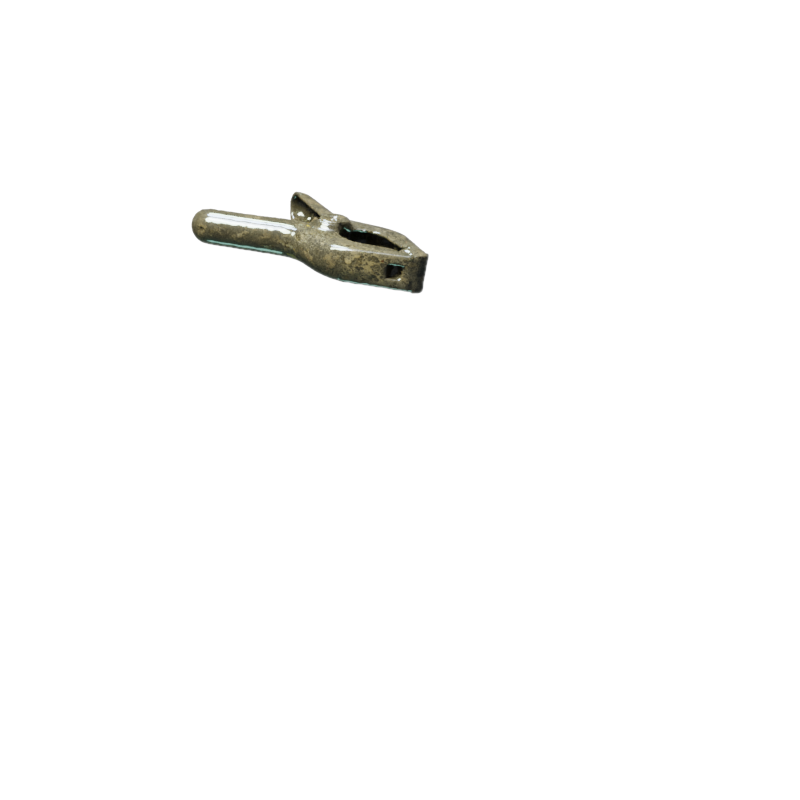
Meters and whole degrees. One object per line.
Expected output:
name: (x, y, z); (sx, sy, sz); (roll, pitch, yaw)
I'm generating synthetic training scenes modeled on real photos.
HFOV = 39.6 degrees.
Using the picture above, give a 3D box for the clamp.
clamp: (-0.061, -0.112, 0.781); (0.118, 0.037, 0.183); (-21, 33, -38)
